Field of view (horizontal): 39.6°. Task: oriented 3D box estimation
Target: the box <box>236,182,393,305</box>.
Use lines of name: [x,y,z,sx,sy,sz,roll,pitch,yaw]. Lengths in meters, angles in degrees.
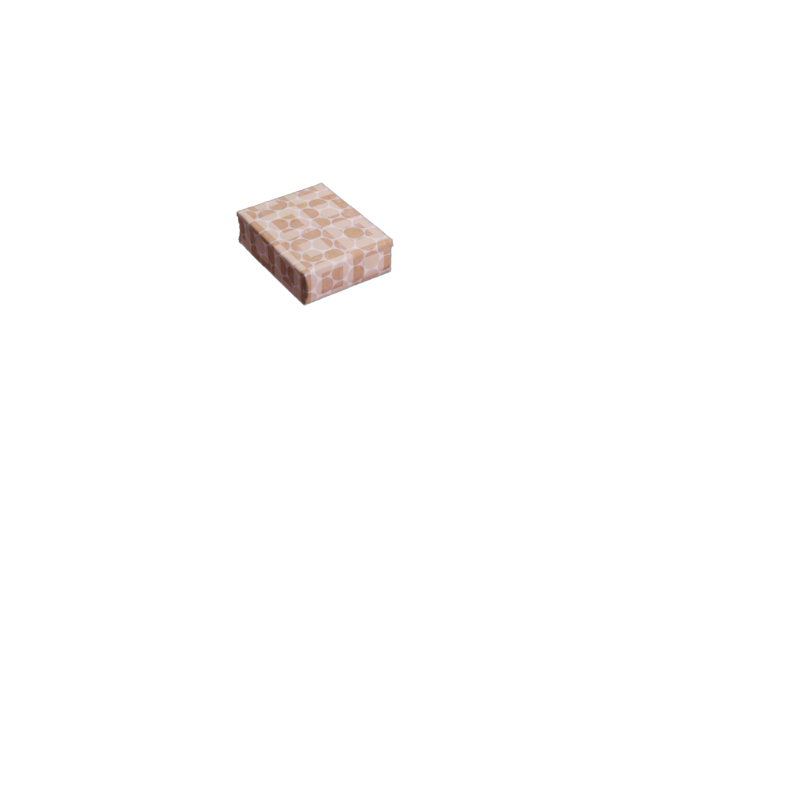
box: [-0.074,-0.135,0.947,0.089,0.036,0.122,-23,43,-27]
